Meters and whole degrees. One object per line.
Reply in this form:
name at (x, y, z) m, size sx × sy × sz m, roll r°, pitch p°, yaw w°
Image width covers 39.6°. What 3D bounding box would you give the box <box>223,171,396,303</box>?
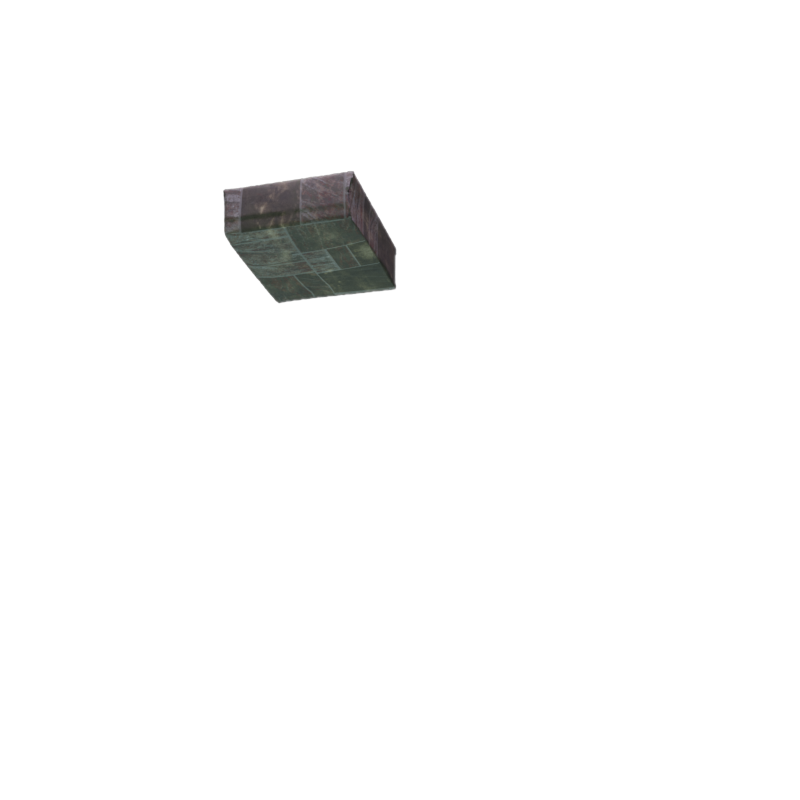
box at (-0.059, -0.106, 0.746) m, size 0.091 × 0.041 × 0.106 m, roll -6°, pitch -21°, yaw 15°
